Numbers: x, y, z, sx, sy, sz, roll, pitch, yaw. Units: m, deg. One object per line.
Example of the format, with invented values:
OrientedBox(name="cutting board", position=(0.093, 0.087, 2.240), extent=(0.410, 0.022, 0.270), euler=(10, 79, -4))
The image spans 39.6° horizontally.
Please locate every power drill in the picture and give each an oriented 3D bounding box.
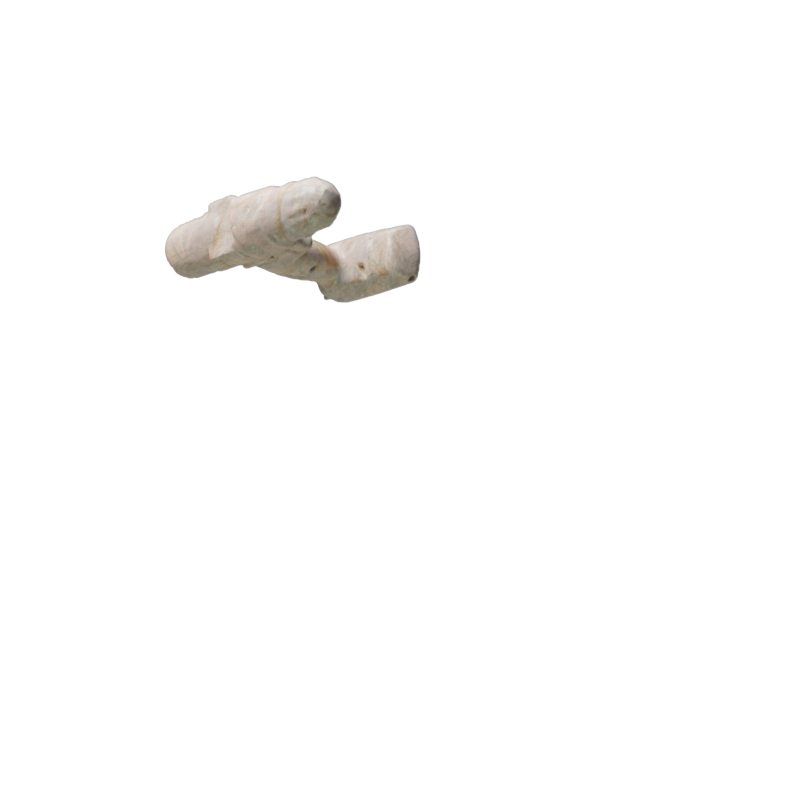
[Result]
OrientedBox(name="power drill", position=(-0.071, -0.130, 0.909), extent=(0.188, 0.059, 0.178), euler=(-9, -13, 43))
